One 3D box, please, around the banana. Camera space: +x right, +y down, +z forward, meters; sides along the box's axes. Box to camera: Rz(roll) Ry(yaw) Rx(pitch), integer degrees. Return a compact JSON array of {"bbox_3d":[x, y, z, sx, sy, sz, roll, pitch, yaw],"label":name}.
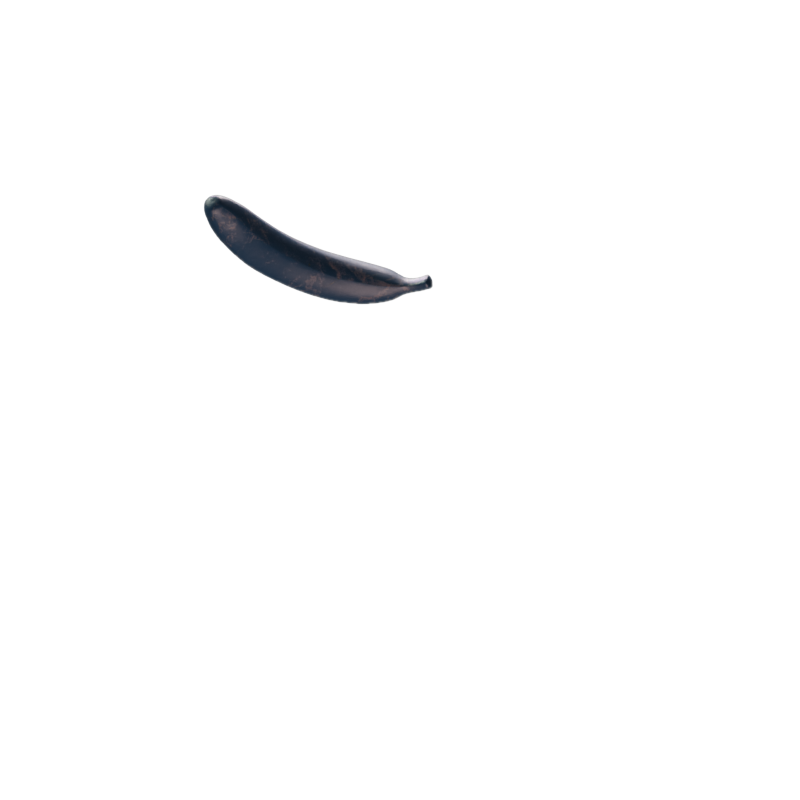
[{"bbox_3d":[-0.074,-0.114,0.877,0.190,0.039,0.068,16,-38,-23],"label":"banana"}]
